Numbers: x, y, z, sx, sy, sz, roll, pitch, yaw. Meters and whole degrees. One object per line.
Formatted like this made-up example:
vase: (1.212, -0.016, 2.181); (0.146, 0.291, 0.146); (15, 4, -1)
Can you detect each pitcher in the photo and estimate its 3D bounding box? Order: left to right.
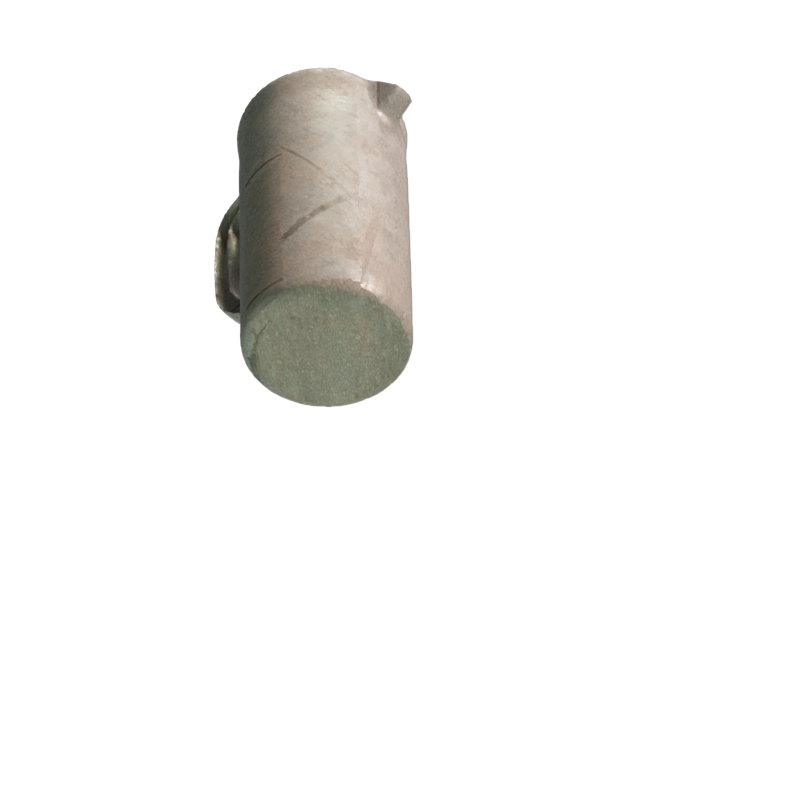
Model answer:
pitcher: (-0.061, -0.111, 0.779); (0.144, 0.140, 0.261); (2, 43, -5)
